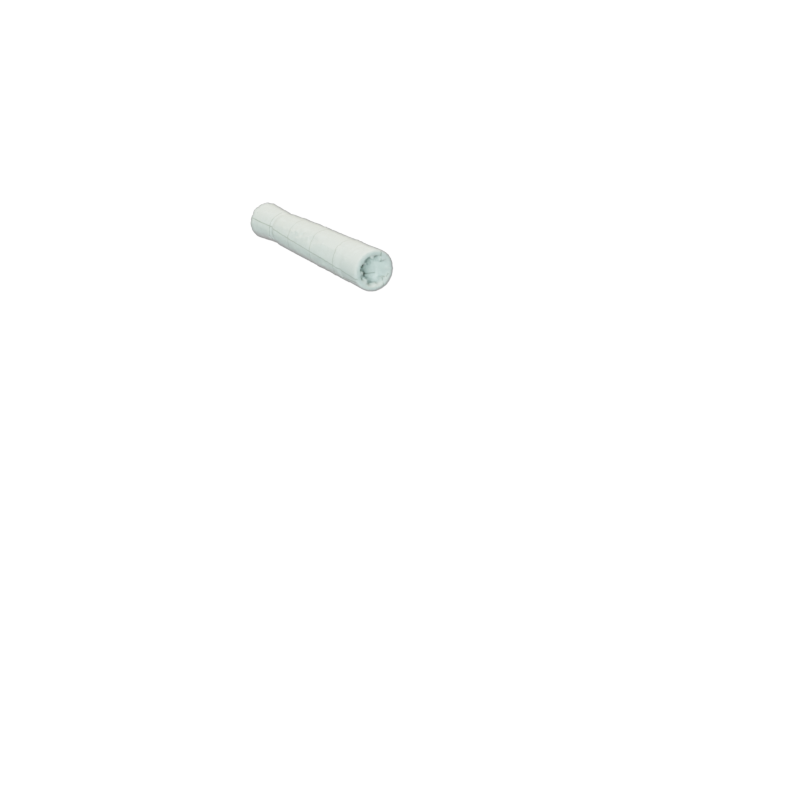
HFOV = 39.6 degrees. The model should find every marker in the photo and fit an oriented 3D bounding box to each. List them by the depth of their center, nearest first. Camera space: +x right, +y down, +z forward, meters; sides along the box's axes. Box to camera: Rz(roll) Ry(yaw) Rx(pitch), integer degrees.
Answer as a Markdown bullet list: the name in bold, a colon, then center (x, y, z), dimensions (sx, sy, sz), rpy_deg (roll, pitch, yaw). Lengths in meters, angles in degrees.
- **marker**: center (-0.041, -0.075, 0.526), dimensions (0.019, 0.019, 0.129), rpy_deg (-2, 19, -29)
